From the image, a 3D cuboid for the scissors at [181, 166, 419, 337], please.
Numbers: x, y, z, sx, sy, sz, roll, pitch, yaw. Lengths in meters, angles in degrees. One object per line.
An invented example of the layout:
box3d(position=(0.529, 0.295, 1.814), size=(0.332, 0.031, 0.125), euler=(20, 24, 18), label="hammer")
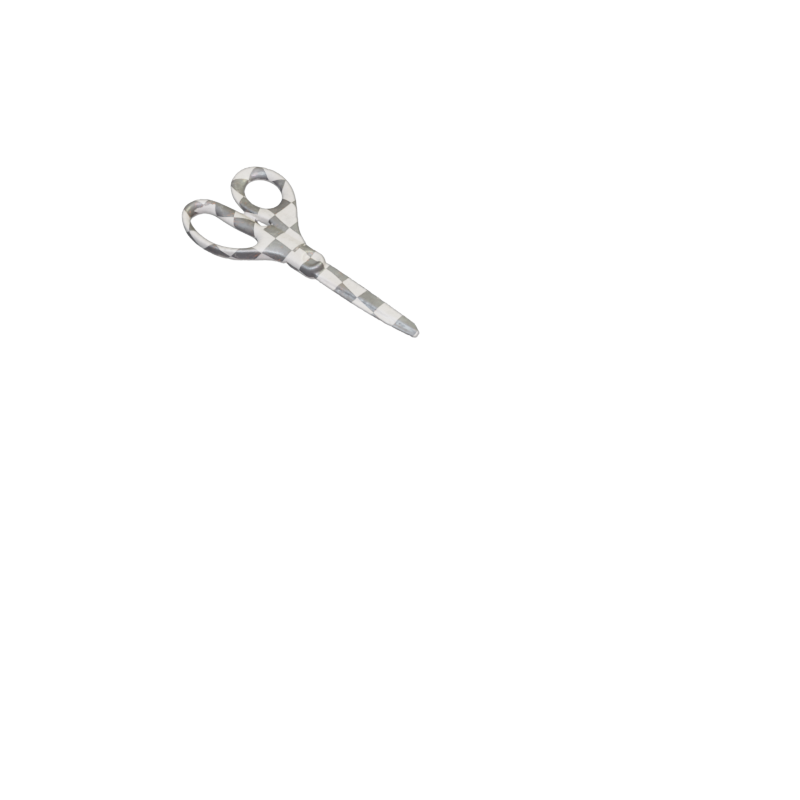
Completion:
box3d(position=(-0.065, -0.118, 0.826), size=(0.207, 0.100, 0.015), euler=(20, -32, 13), label="scissors")
